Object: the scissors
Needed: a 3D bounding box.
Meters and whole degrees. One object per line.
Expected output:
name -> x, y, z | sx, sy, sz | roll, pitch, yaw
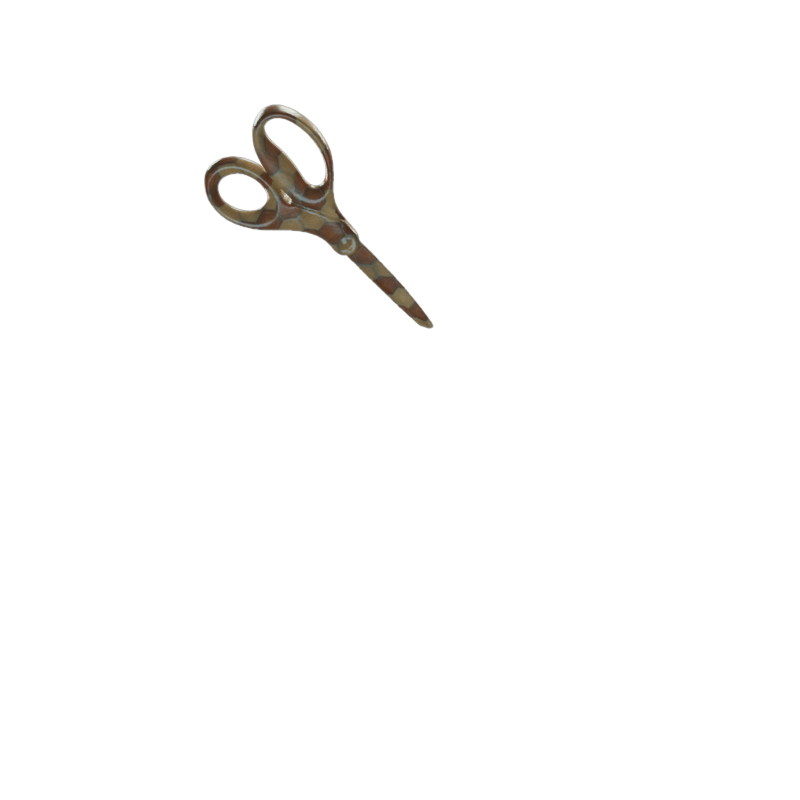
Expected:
scissors -> -0.059, -0.107, 0.752 | 0.096, 0.188, 0.017 | -21, 31, 13
